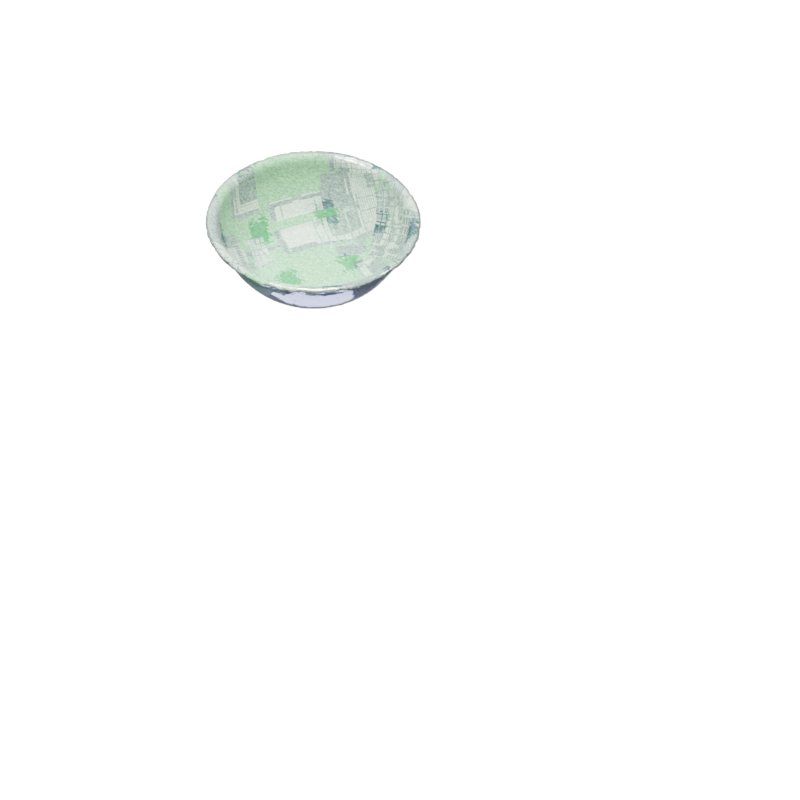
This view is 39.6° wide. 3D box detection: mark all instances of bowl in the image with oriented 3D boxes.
[{"bbox_3d":[-0.067,-0.122,0.853,0.162,0.174,0.051,-1,-43,-1],"label":"bowl"}]
